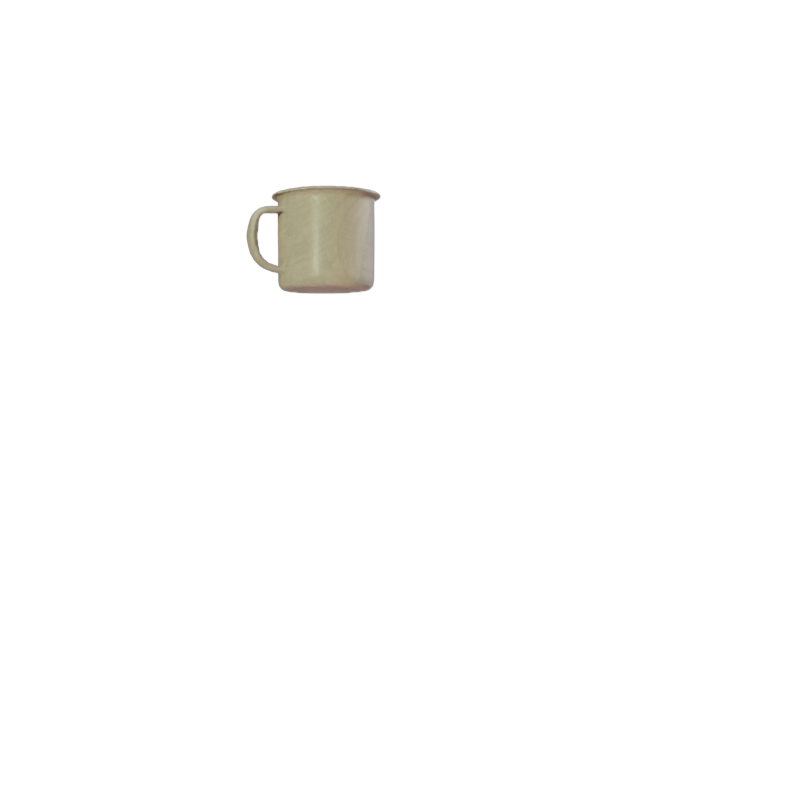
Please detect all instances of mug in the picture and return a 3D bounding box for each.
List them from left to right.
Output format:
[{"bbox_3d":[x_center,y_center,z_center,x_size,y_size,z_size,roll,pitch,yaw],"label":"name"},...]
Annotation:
[{"bbox_3d":[-0.073,-0.134,0.936,0.113,0.083,0.095,1,-4,-27],"label":"mug"}]
